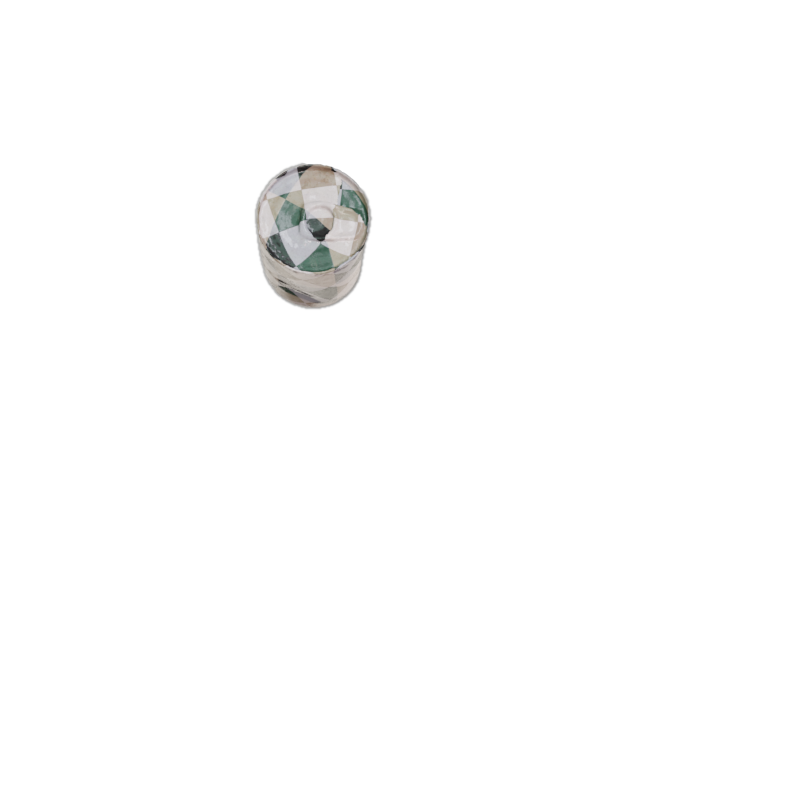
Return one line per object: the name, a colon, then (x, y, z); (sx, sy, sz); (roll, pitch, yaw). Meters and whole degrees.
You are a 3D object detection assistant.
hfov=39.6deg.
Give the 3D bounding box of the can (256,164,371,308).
can: (-0.055, -0.100, 0.700); (0.068, 0.071, 0.099); (0, -11, -3)
